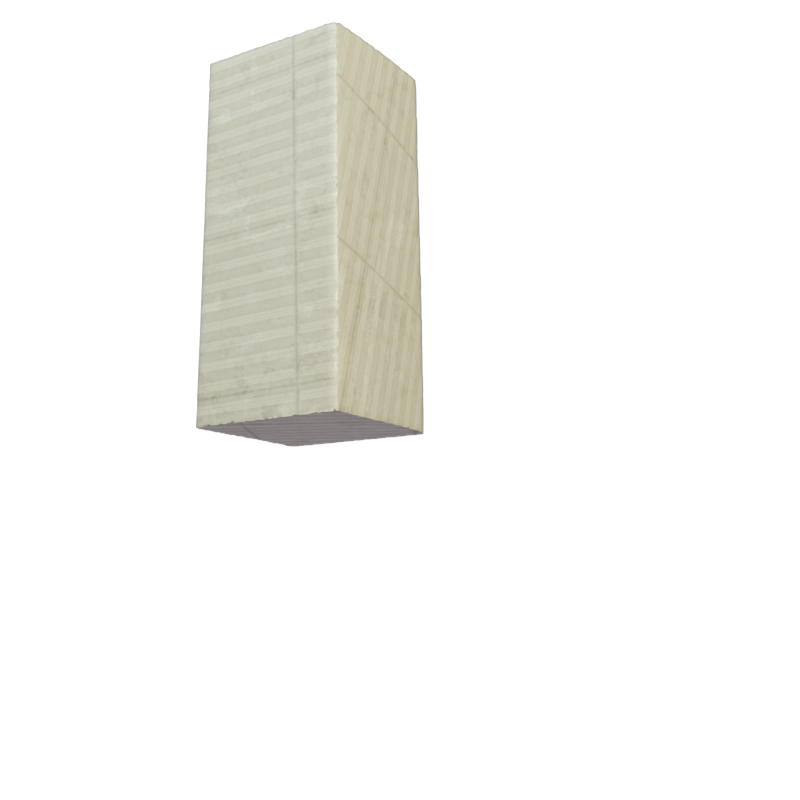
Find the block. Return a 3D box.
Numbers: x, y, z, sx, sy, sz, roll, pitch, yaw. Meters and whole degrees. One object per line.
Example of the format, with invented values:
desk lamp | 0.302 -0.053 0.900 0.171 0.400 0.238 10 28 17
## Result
block | -0.047 -0.086 0.606 0.093 0.215 0.085 -11 -19 31
